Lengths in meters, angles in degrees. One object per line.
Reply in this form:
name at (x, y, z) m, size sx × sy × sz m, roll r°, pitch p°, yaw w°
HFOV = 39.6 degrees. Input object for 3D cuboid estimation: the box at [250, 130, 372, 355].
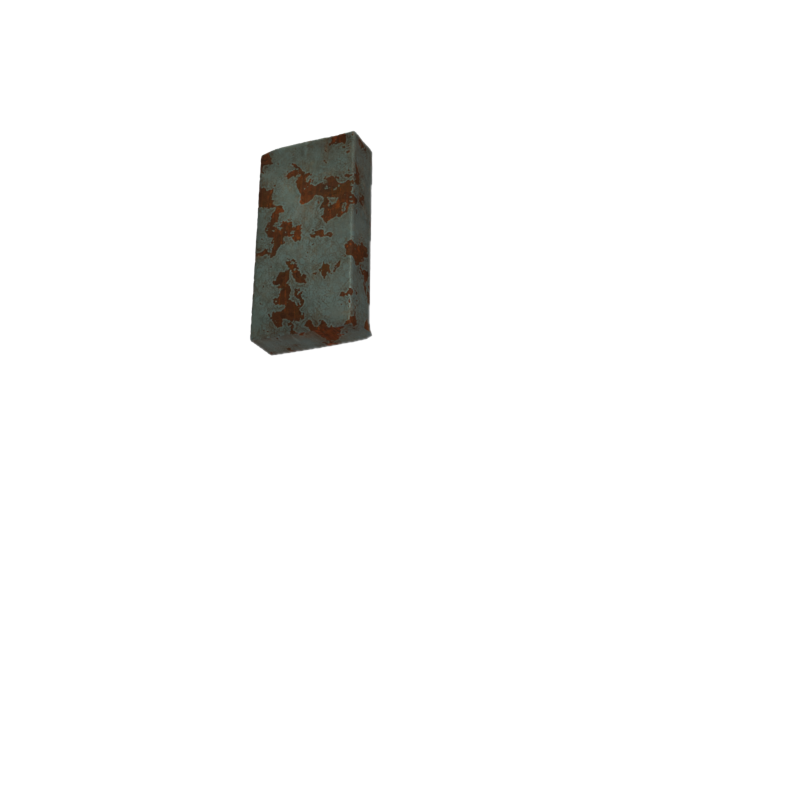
box at (-0.072, -0.131, 0.917) m, size 0.095 × 0.186 × 0.045 m, roll -11°, pitch -25°, yaw 22°
